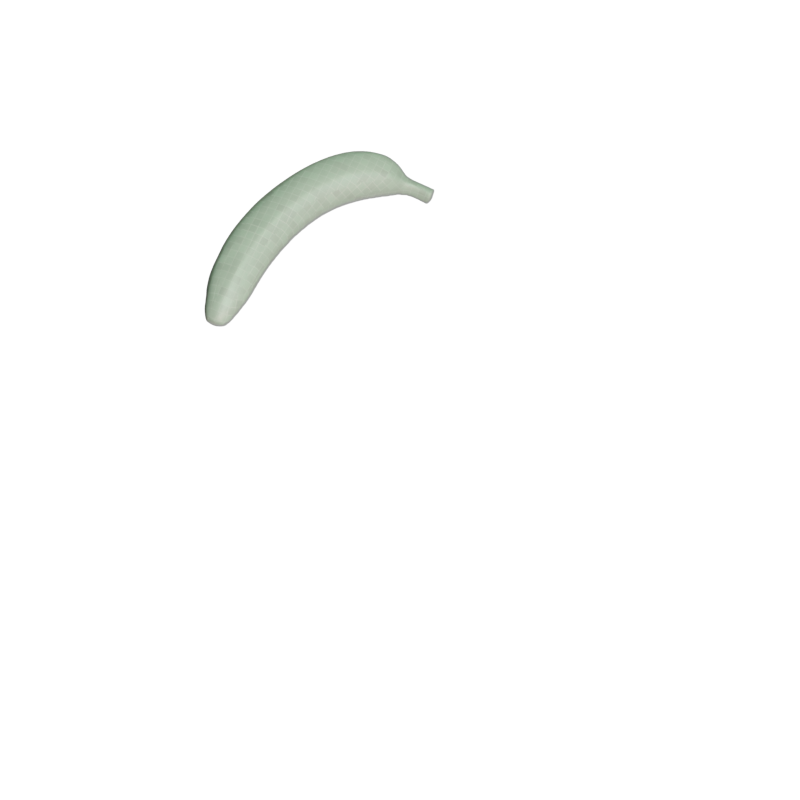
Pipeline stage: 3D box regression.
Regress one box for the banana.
[{"bbox_3d":[-0.070,-0.130,0.803,0.198,0.074,0.035,-34,-22,-17],"label":"banana"}]
